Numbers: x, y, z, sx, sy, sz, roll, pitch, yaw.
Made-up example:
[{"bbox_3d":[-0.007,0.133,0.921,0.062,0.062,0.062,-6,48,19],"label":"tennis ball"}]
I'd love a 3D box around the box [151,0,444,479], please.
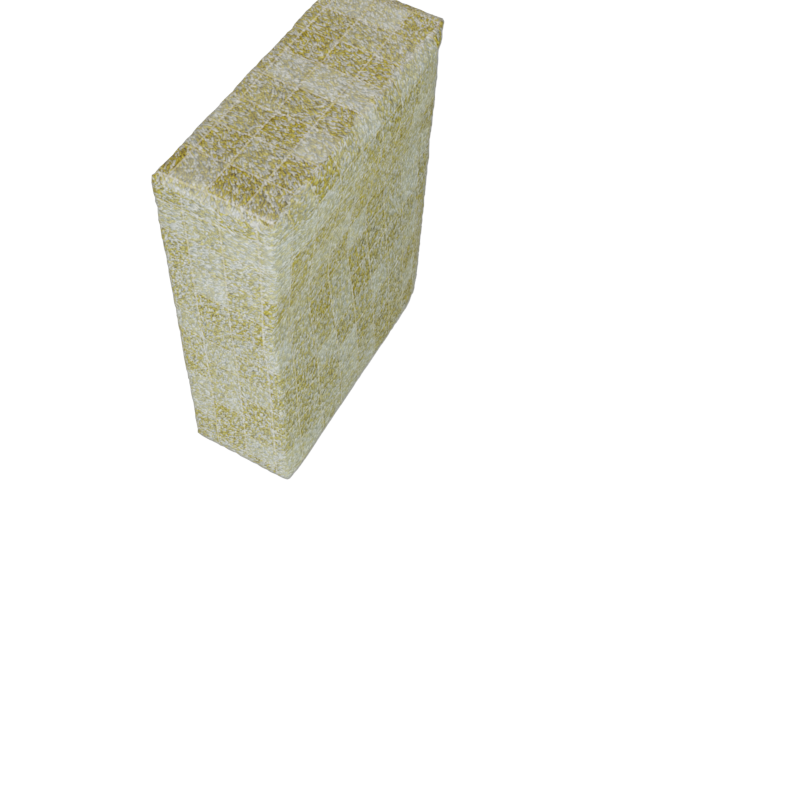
[{"bbox_3d":[-0.046,-0.084,0.585,0.074,0.170,0.200,24,-33,13],"label":"box"}]
